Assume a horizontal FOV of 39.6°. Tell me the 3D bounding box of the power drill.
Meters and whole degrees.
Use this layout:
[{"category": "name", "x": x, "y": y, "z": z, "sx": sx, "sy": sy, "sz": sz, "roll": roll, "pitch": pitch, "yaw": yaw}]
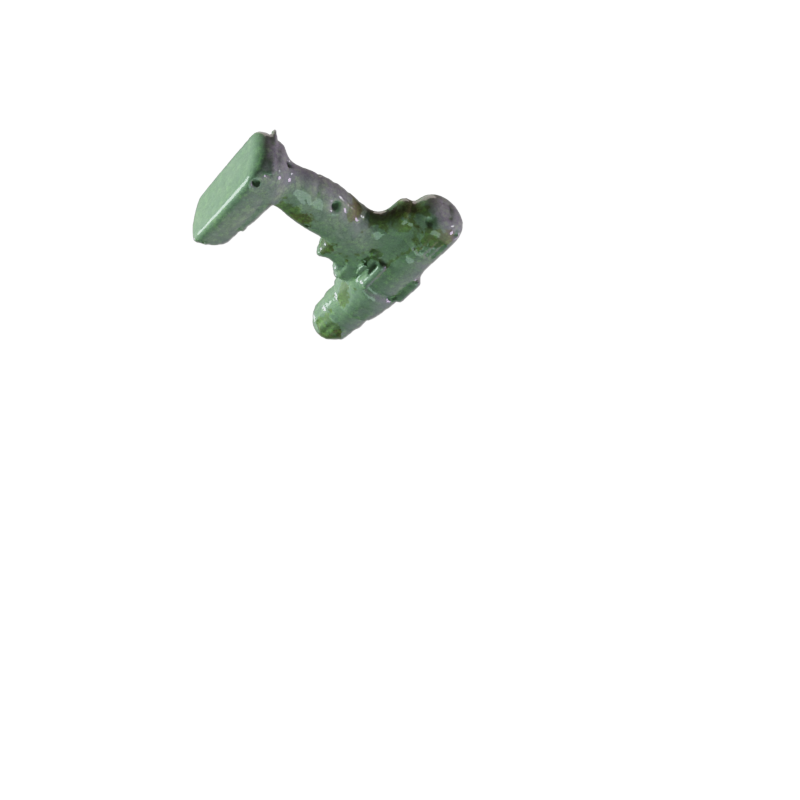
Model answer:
[{"category": "power drill", "x": -0.071, "y": -0.129, "z": 0.906, "sx": 0.179, "sy": 0.062, "sz": 0.180, "roll": 23, "pitch": -45, "yaw": -26}]
